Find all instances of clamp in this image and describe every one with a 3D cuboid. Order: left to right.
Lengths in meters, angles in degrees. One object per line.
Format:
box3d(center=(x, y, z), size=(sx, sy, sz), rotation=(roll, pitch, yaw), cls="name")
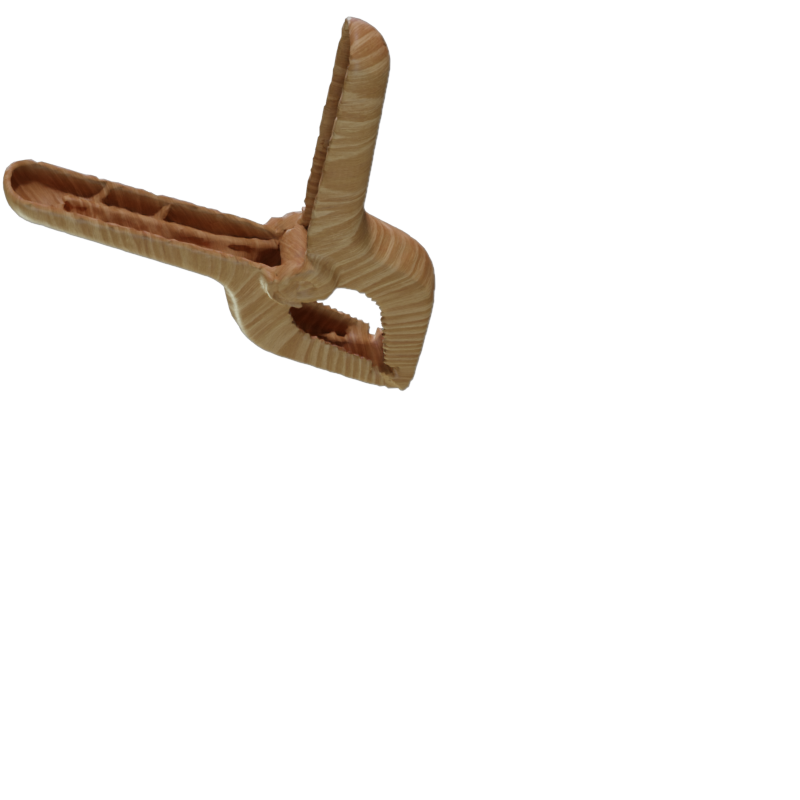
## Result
box3d(center=(-0.037, -0.067, 0.469), size=(0.166, 0.039, 0.195), rotation=(-20, -39, 27), cls="clamp")
